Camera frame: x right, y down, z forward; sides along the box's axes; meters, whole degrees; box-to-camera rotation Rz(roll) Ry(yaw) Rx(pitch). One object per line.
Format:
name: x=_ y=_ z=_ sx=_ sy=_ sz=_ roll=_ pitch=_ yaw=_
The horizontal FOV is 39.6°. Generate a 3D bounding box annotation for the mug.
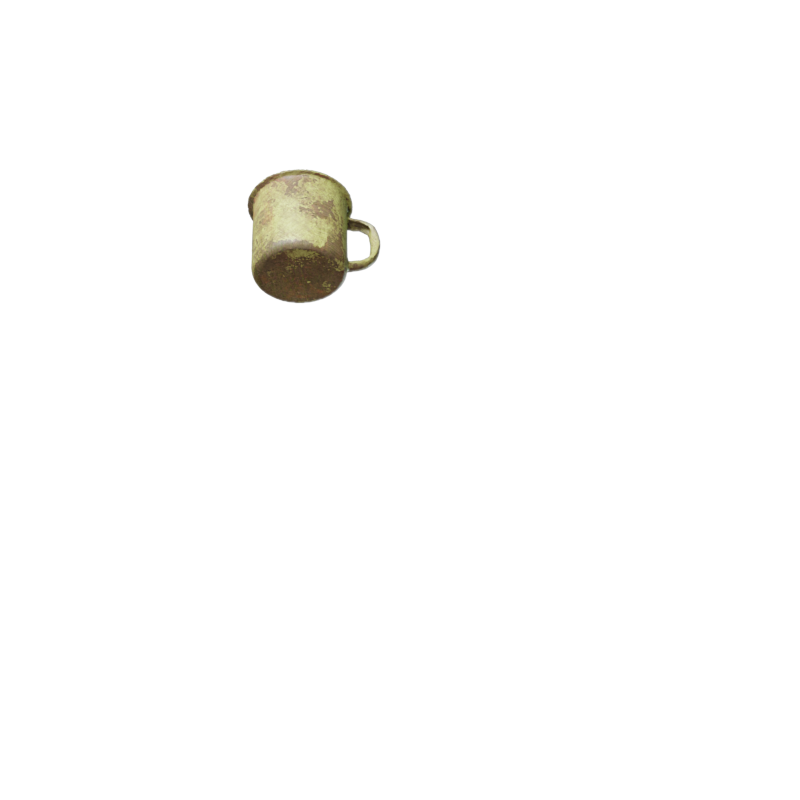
mug: x=-0.075 y=-0.137 z=0.958 sx=0.115 sy=0.087 sz=0.088 roll=7 pitch=-38 yaw=-11
